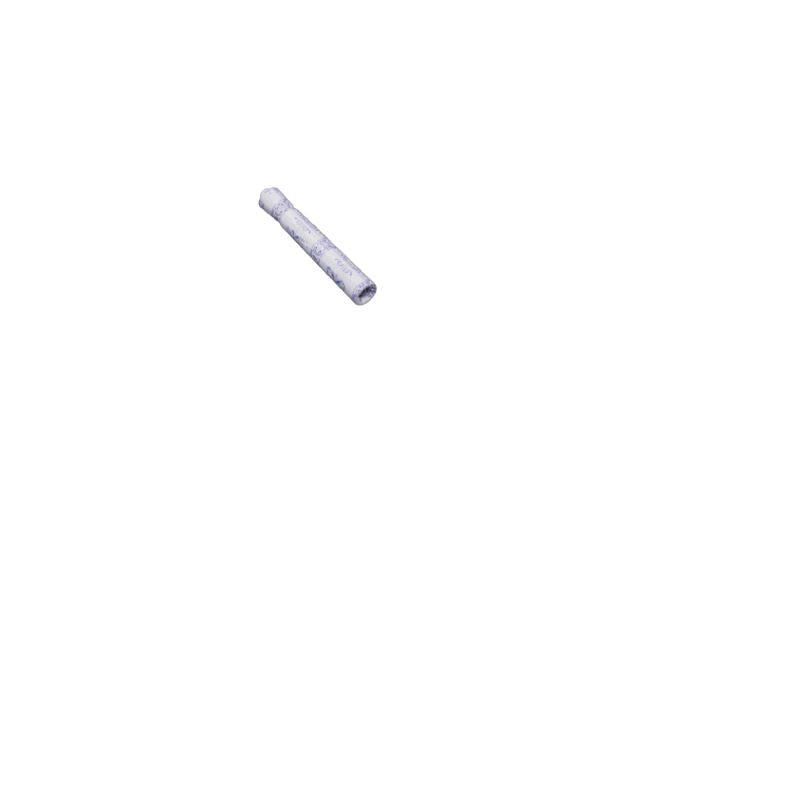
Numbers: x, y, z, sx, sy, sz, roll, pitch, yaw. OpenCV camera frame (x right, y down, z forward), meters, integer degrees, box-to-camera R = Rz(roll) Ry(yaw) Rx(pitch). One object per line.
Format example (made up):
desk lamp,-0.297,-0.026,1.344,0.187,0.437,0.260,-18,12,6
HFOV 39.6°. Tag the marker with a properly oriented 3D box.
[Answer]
marker,-0.060,-0.109,0.763,0.019,0.019,0.130,-3,40,-46
